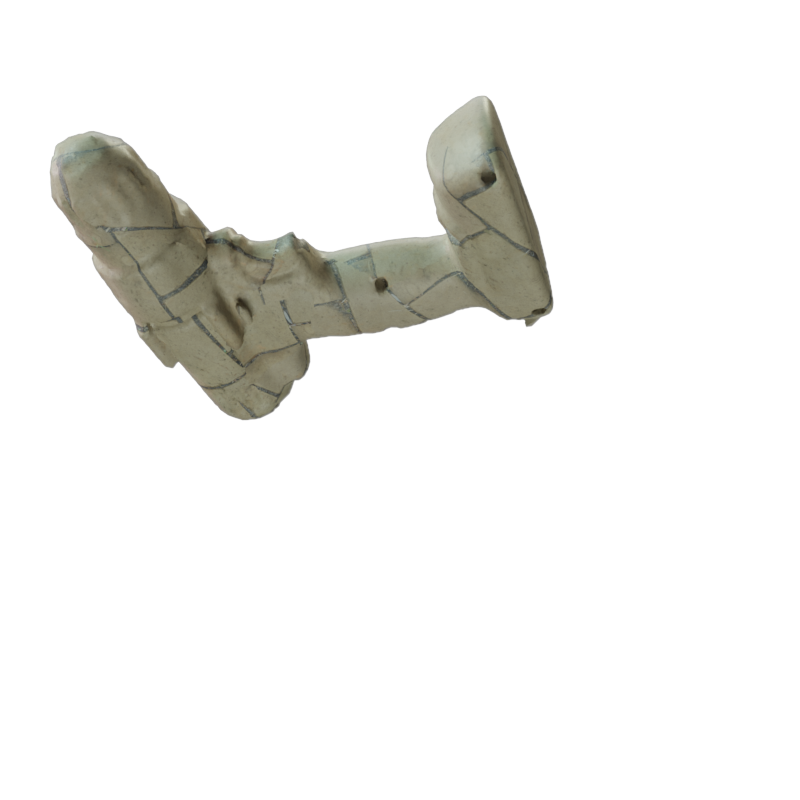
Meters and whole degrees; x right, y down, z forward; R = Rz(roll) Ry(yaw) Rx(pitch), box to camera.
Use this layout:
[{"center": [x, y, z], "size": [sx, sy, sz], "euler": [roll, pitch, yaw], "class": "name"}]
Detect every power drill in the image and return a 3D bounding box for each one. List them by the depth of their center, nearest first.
[{"center": [-0.039, -0.070, 0.492], "size": [0.189, 0.061, 0.170], "euler": [-13, -39, 17], "class": "power drill"}]
